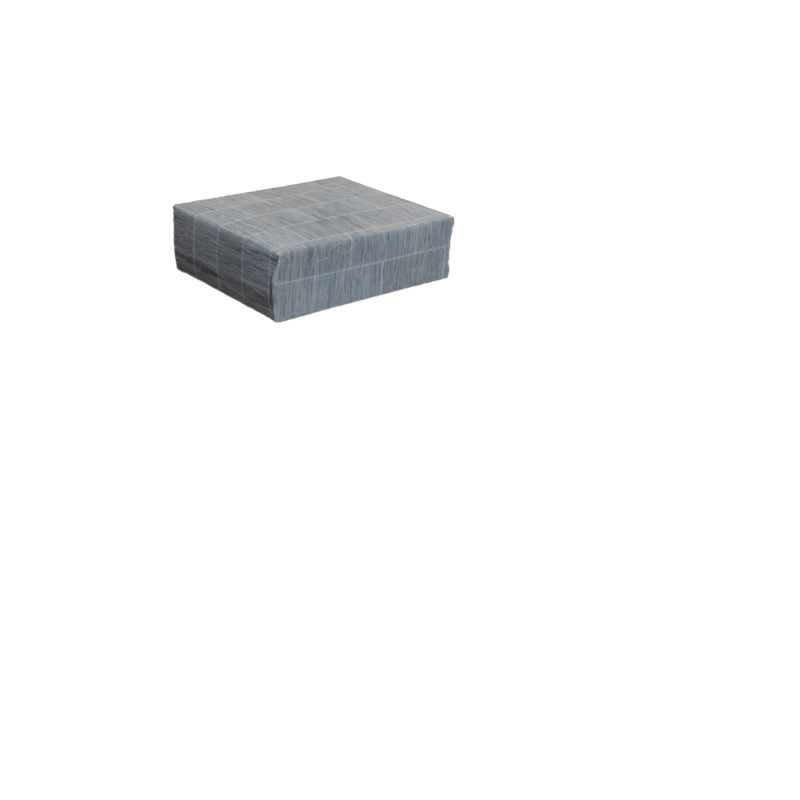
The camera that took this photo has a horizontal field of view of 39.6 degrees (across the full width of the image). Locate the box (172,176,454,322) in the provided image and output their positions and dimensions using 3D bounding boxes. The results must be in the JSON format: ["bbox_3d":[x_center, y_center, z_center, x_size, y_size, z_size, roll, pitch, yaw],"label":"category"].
[{"bbox_3d":[-0.044,-0.079,0.556,0.112,0.037,0.096,-20,32,-36],"label":"box"}]
